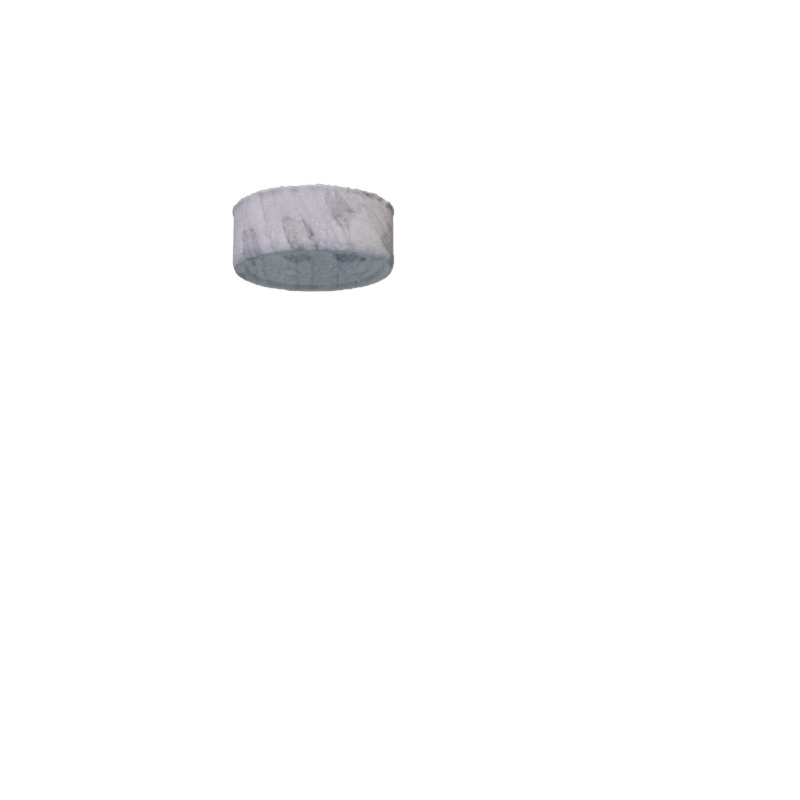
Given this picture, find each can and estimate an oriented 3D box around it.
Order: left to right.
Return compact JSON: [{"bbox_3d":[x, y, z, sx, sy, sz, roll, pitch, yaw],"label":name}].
[{"bbox_3d":[-0.046,-0.083,0.583,0.086,0.035,0.083,0,-11,-2],"label":"can"}]
